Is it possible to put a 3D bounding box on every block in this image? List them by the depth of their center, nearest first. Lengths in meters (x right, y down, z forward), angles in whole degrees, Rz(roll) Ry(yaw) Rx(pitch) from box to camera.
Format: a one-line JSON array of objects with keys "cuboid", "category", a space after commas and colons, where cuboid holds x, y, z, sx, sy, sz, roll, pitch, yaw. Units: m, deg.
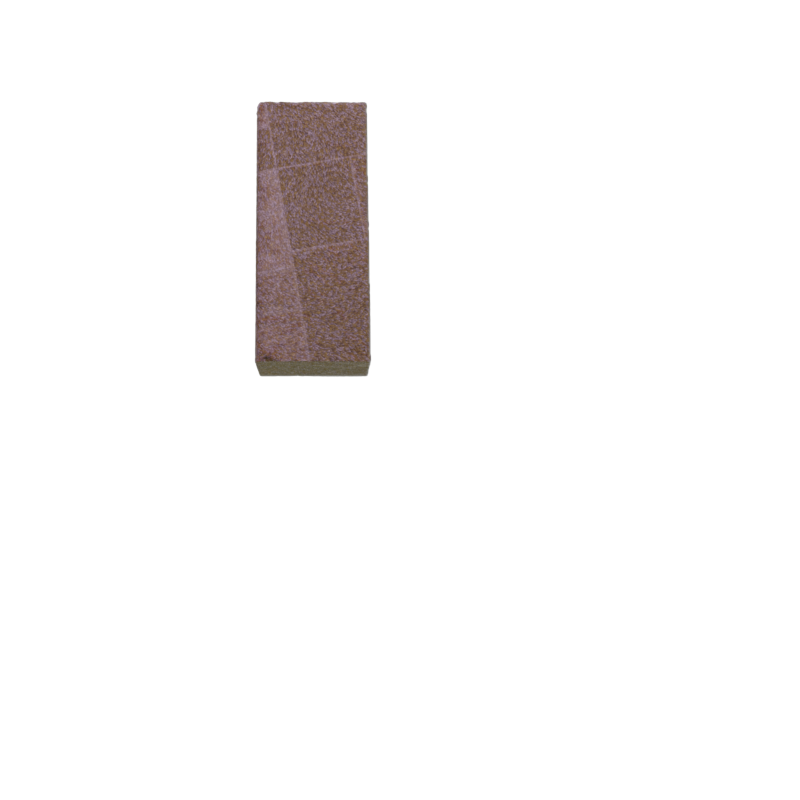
[{"cuboid": [-0.070, -0.127, 0.892, 0.090, 0.213, 0.088, 0, -13, -2], "category": "block"}]
